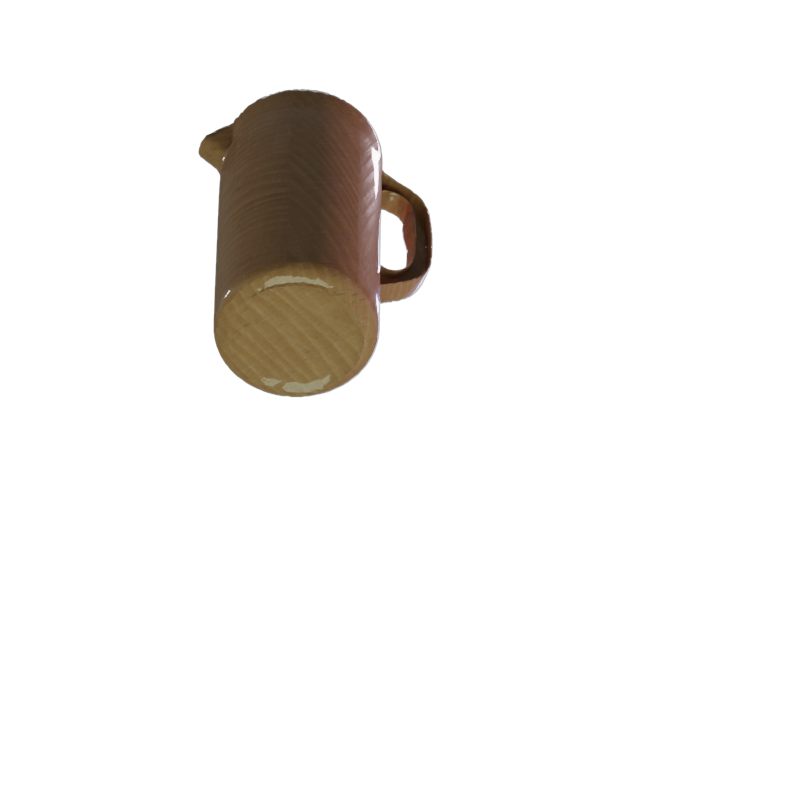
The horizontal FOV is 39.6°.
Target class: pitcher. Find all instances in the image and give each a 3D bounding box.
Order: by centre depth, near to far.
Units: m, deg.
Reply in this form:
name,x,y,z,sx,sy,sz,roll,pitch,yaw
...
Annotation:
name,x,y,z,sx,sy,sz,roll,pitch,yaw
pitcher,-0.063,-0.116,0.810,0.150,0.135,0.260,-21,36,13
